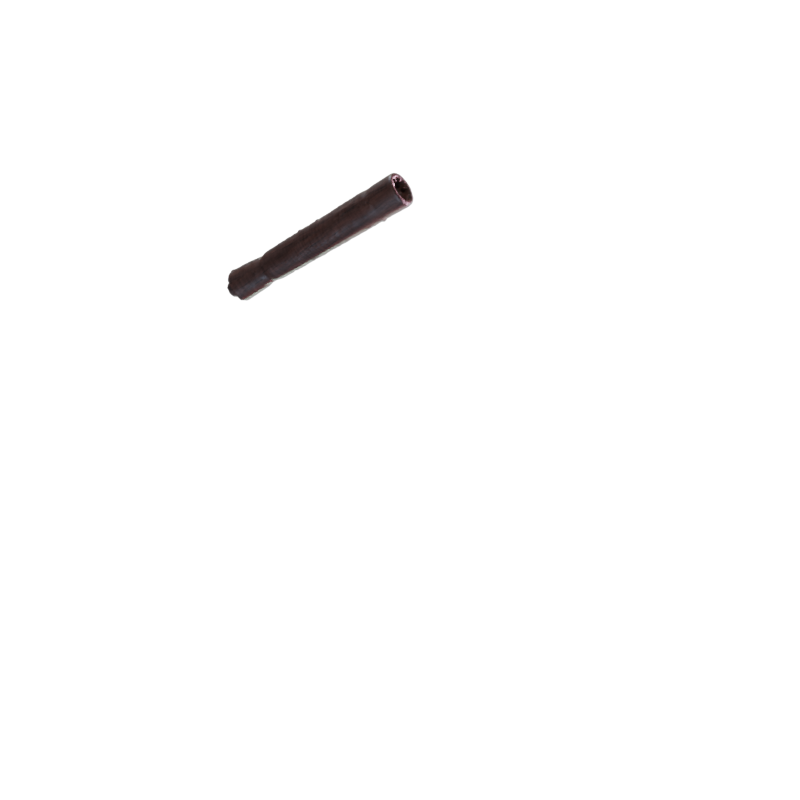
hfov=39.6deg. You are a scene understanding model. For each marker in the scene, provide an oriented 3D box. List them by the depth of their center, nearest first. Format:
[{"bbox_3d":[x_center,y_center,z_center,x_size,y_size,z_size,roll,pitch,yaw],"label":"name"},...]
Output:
[{"bbox_3d":[-0.046,-0.084,0.587,0.121,0.020,0.019,-26,-10,30],"label":"marker"}]
